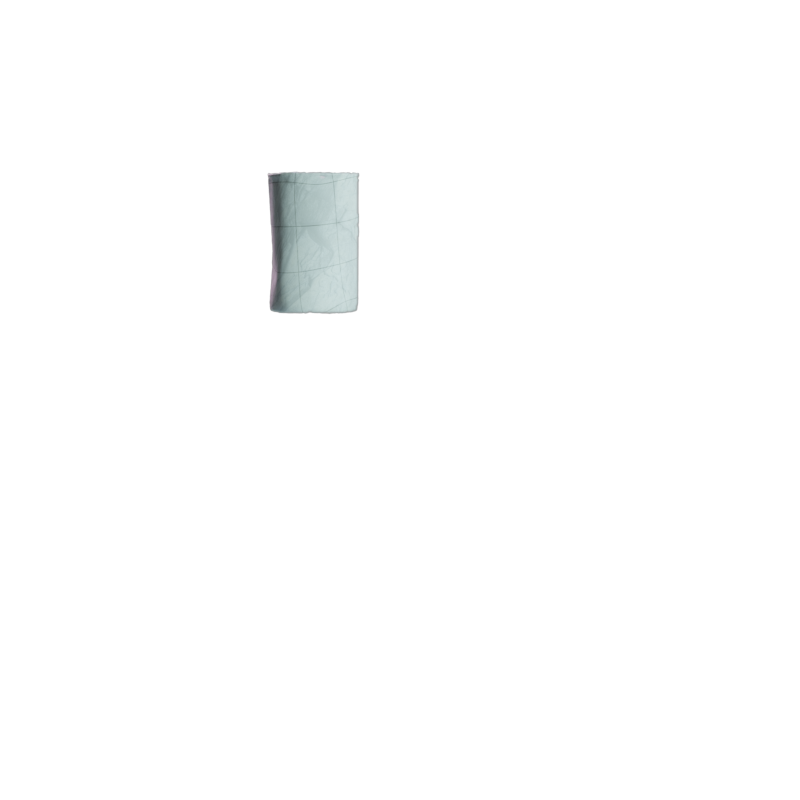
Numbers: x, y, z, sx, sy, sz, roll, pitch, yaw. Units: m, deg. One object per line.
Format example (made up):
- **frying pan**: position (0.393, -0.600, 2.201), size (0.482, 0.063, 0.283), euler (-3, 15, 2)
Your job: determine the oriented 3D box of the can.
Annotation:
- **can**: position (-0.064, -0.117, 0.821), size (0.068, 0.102, 0.069), euler (0, 4, -2)
